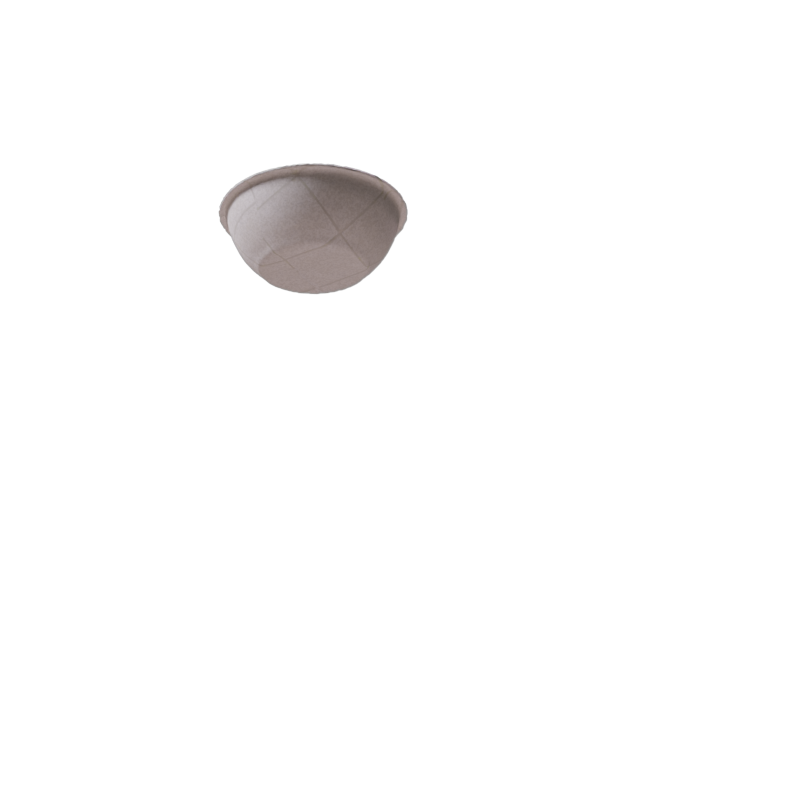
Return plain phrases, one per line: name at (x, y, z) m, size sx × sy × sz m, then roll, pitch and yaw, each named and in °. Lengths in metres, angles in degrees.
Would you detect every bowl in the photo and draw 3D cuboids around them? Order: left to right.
bowl at (-0.073, -0.134, 0.937) m, size 0.162 × 0.058 × 0.153 m, roll 1°, pitch -23°, yaw -2°
